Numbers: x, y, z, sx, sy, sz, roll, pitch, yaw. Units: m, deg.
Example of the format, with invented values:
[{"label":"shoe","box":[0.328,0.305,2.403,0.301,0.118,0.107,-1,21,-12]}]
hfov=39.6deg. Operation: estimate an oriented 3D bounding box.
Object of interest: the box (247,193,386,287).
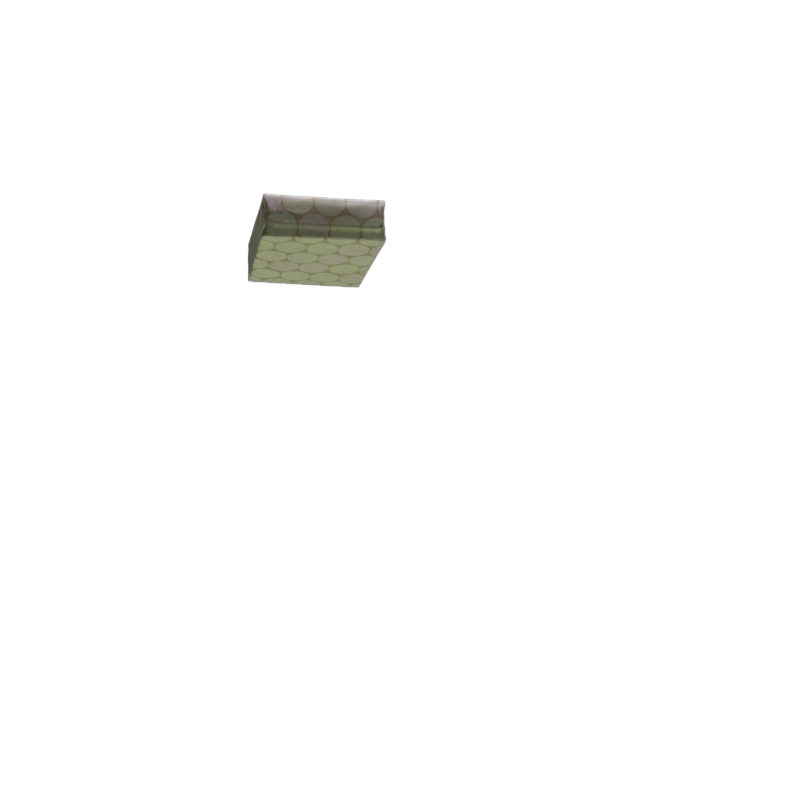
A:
[{"label":"box","box":[-0.053,-0.096,0.674,0.072,0.031,0.087,2,-14,-10]}]
